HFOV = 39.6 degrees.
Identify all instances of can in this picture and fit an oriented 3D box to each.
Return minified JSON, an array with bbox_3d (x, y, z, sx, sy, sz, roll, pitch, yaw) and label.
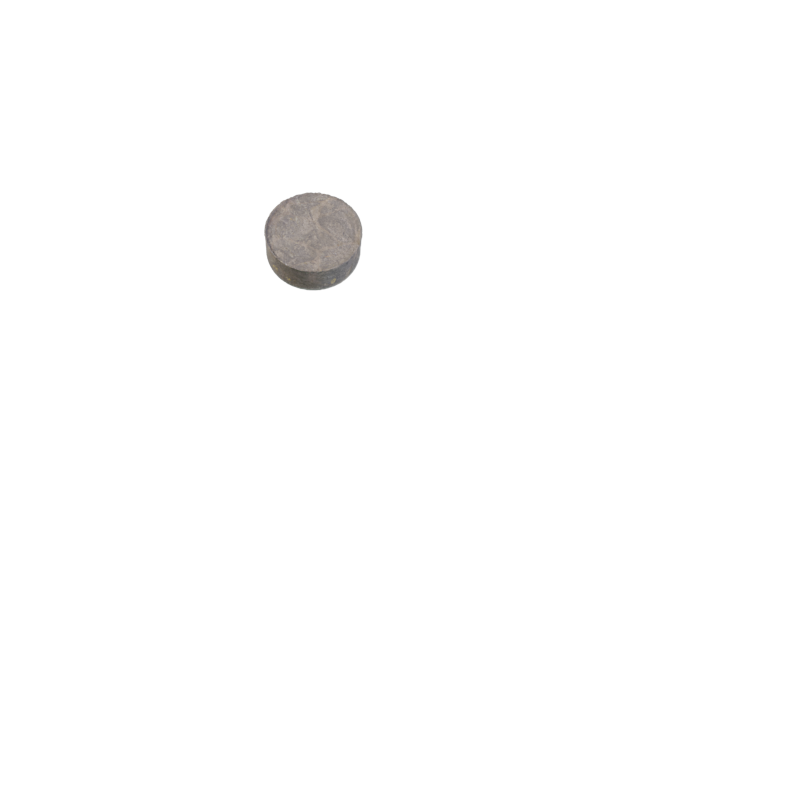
[{"bbox_3d":[-0.077,-0.140,0.980,0.086,0.092,0.031,-1,-33,-1],"label":"can"}]
